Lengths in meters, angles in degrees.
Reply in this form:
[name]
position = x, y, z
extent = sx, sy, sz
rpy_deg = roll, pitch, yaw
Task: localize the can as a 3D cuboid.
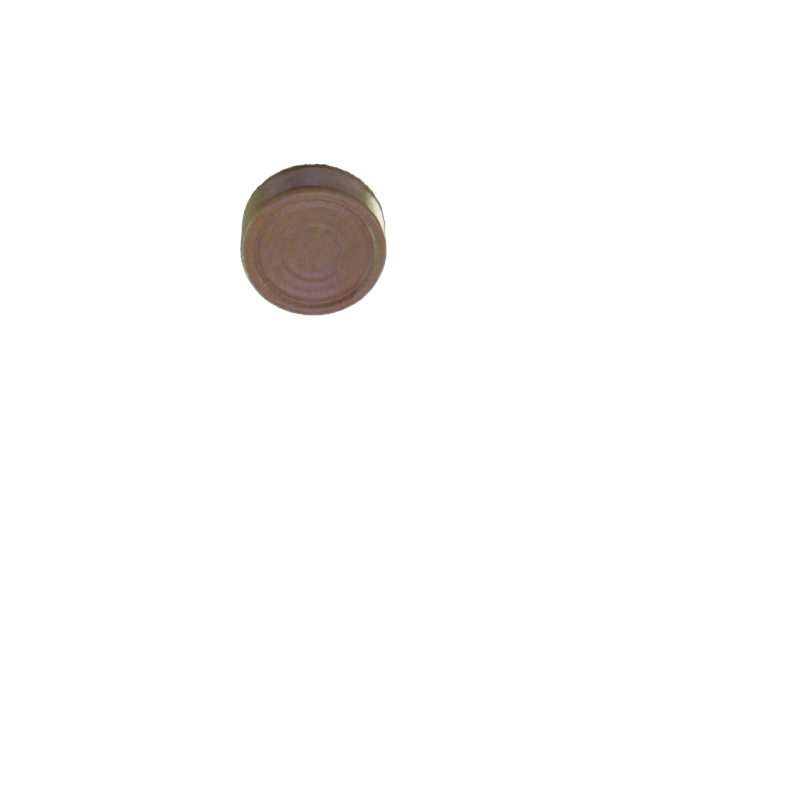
[can]
position = -0.051, -0.093, 0.648
extent = 0.086, 0.081, 0.036
rpy_deg = 1, 31, -1
